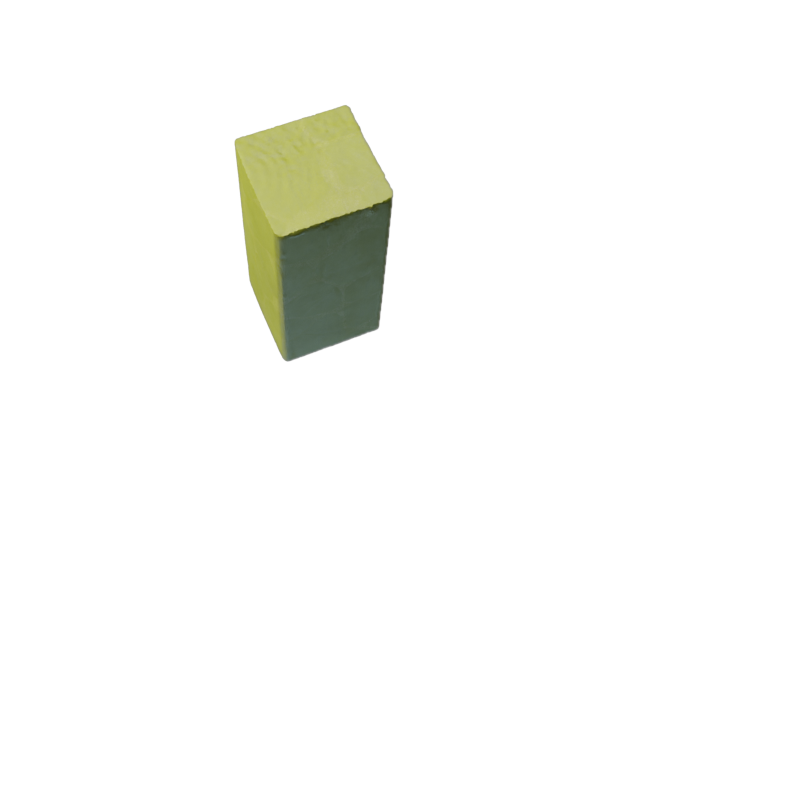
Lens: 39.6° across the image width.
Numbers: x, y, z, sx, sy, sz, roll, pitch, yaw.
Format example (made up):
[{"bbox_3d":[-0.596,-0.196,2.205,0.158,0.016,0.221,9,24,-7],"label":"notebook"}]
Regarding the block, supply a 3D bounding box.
[{"bbox_3d":[-0.068,-0.123,0.863,0.090,0.096,0.195,-19,-22,-12],"label":"block"}]
